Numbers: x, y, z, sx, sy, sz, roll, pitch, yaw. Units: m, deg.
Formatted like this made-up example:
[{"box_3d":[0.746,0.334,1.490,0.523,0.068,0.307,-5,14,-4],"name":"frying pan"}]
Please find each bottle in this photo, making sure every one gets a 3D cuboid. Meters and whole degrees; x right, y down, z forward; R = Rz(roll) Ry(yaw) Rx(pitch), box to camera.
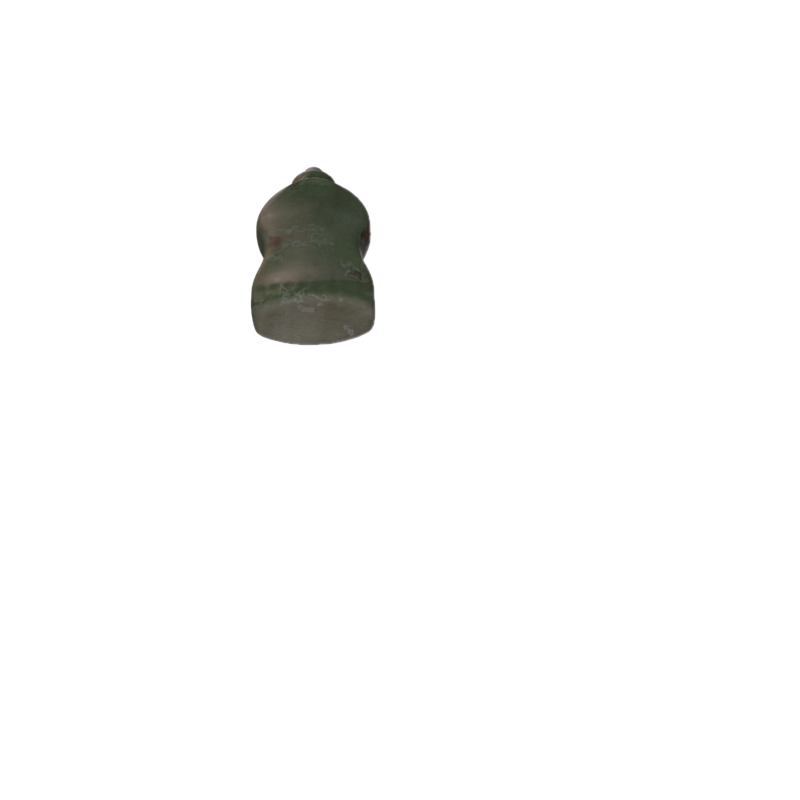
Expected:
[{"box_3d":[-0.072,-0.131,0.921,0.096,0.054,0.206,-4,45,1],"name":"bottle"}]
